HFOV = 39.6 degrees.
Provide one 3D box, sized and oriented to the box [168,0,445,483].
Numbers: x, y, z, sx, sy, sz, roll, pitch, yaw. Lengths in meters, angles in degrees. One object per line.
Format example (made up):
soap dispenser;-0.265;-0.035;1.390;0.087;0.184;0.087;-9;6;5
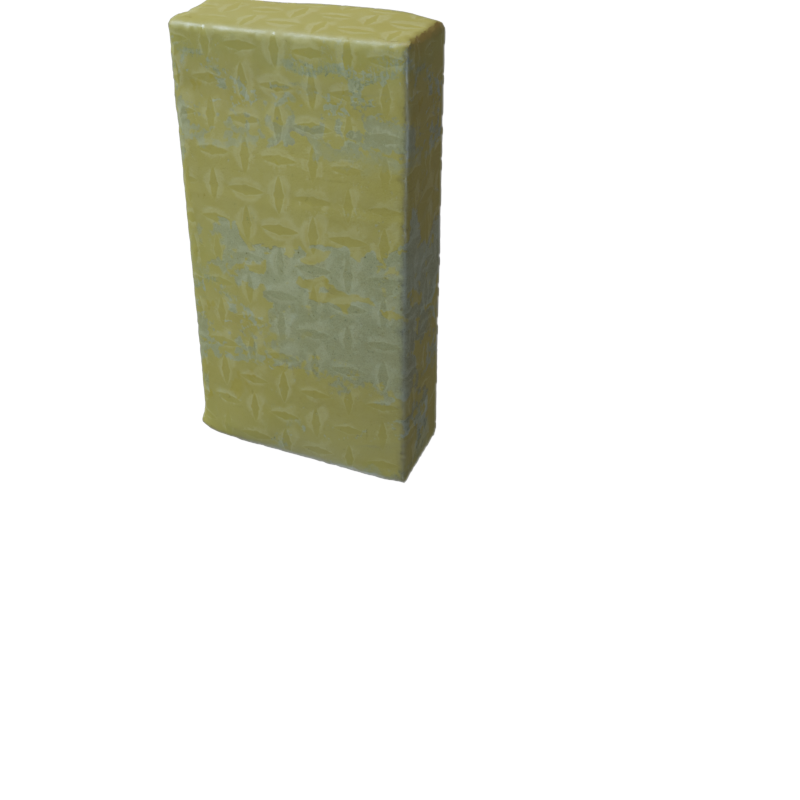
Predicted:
box;-0.033;-0.060;0.422;0.097;0.167;0.049;13;29;21
